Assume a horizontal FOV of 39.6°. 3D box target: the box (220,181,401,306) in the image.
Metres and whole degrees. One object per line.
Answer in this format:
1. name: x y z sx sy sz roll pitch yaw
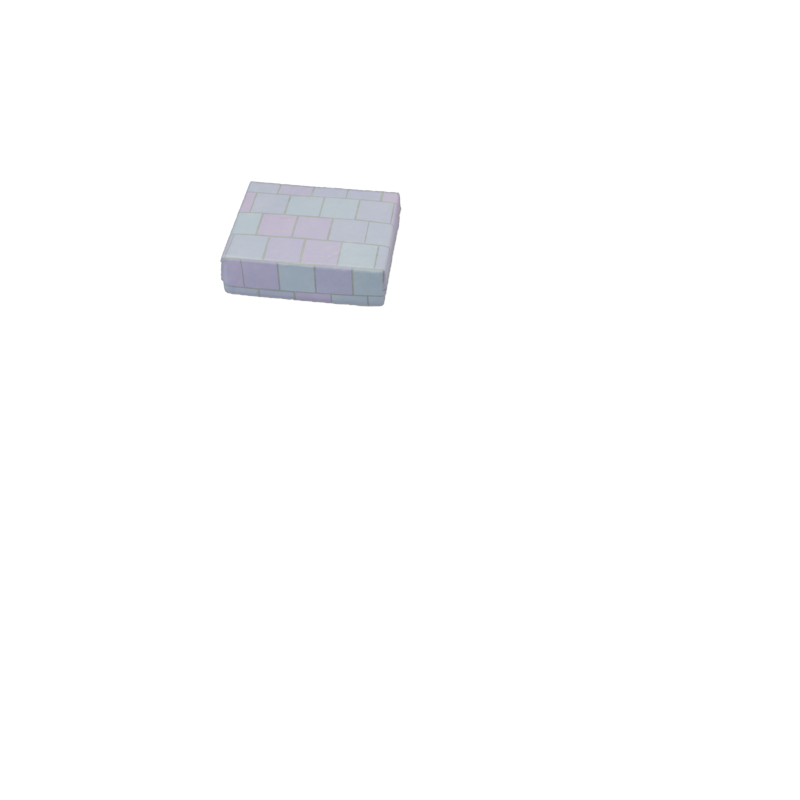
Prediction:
1. box: -0.060 -0.110 0.772 0.115 0.036 0.095 6 44 6
